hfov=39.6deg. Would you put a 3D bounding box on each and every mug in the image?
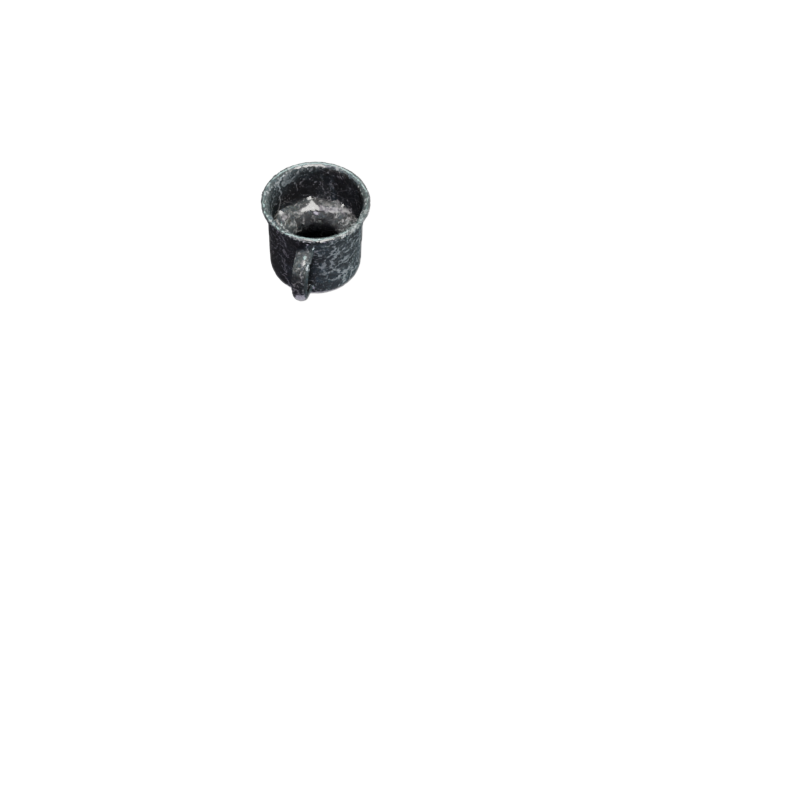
[{"bbox_3d":[-0.075,-0.137,0.960,0.094,0.124,0.076,7,-37,3],"label":"mug"}]
